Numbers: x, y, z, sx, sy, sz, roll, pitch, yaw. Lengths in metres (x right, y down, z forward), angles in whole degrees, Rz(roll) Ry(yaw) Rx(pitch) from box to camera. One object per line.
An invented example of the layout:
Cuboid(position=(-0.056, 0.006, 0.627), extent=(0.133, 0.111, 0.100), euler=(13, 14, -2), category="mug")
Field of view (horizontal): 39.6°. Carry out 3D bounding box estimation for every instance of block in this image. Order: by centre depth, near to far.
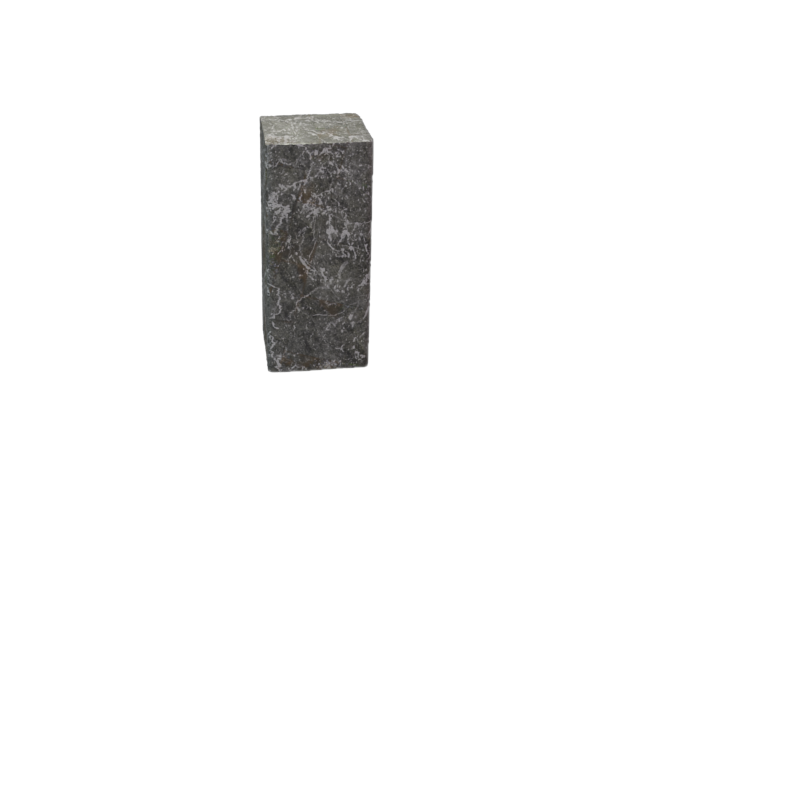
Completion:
Cuboid(position=(-0.075, -0.138, 0.966), extent=(0.089, 0.196, 0.096), euler=(-2, 24, -9), category="block")
